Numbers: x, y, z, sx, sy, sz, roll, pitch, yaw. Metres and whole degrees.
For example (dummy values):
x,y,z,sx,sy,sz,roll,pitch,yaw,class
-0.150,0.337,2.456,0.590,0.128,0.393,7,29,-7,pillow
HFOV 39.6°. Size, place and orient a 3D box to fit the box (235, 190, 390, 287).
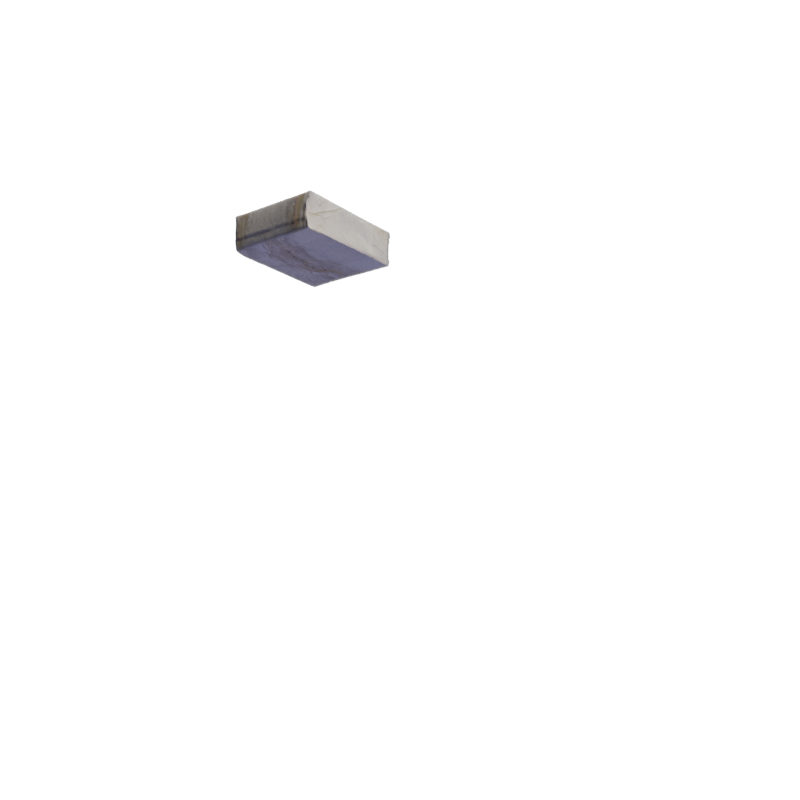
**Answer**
x,y,z,sx,sy,sz,roll,pitch,yaw,class
-0.077,-0.141,0.986,0.091,0.041,0.107,-13,-20,37,box
